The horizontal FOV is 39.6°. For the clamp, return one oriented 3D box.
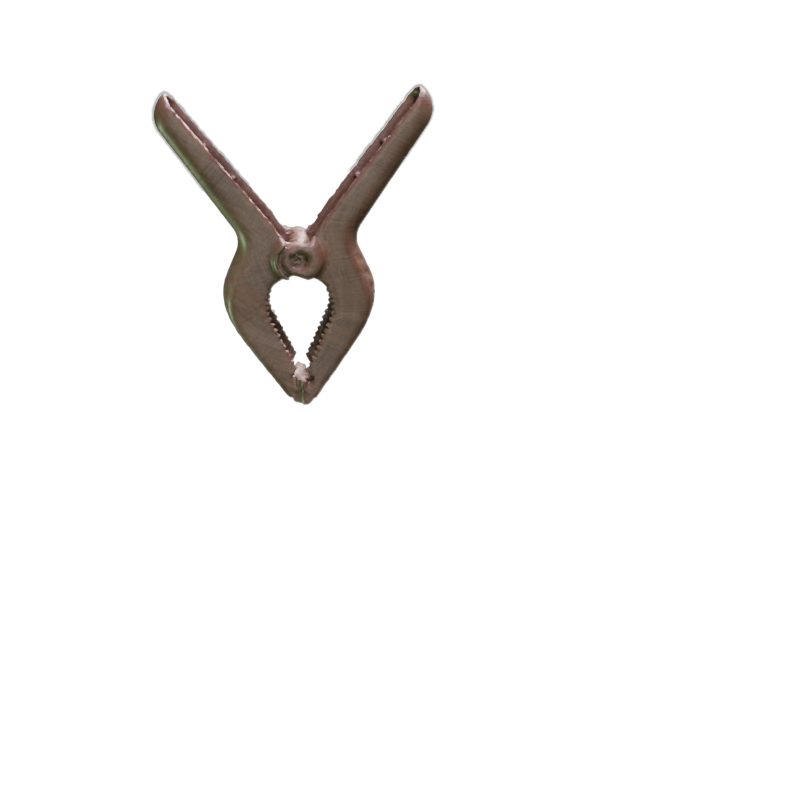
[{"bbox_3d":[-0.054,-0.098,0.685,0.165,0.199,0.038,-7,22,3],"label":"clamp"}]
